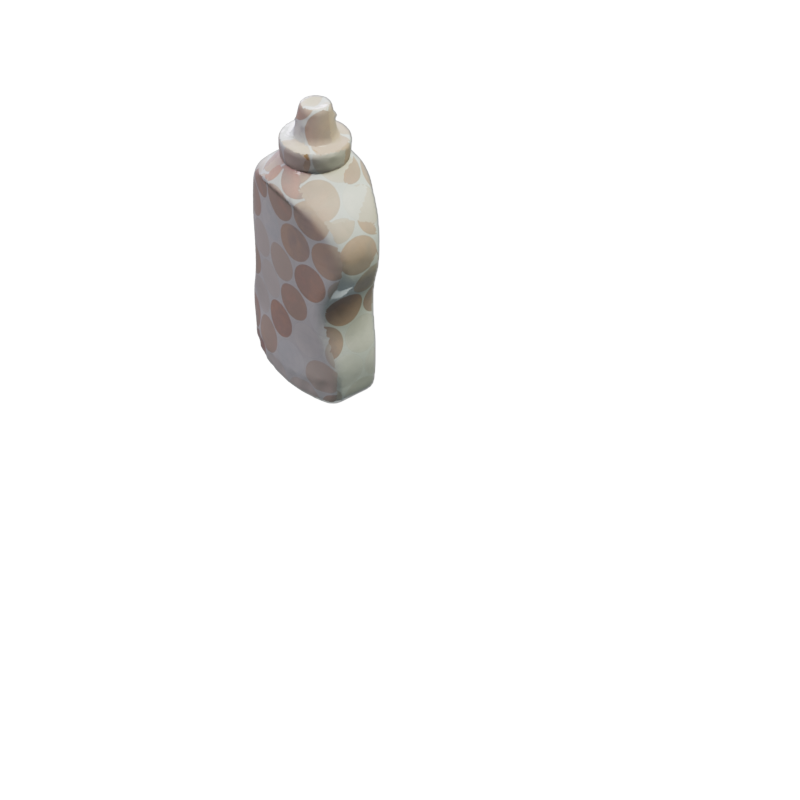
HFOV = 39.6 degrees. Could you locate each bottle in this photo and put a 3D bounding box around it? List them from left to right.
[{"bbox_3d":[-0.051,-0.094,0.660,0.058,0.179,0.104,-22,48,-26],"label":"bottle"}]
